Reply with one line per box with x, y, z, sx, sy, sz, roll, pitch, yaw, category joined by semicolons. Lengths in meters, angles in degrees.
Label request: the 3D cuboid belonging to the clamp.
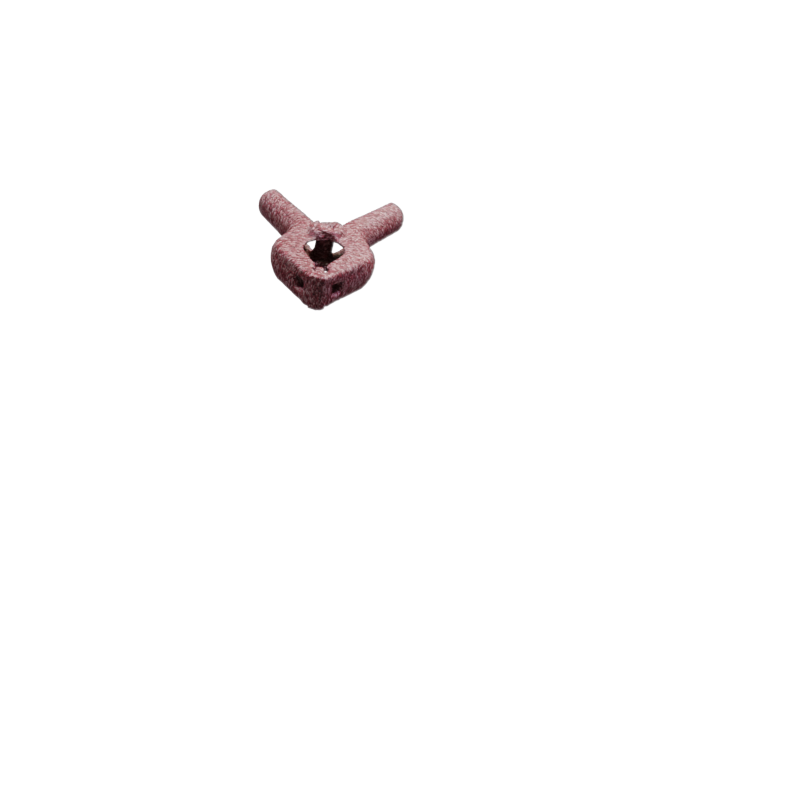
-0.068;-0.124;0.869;0.122;0.037;0.178;5;28;9;clamp
